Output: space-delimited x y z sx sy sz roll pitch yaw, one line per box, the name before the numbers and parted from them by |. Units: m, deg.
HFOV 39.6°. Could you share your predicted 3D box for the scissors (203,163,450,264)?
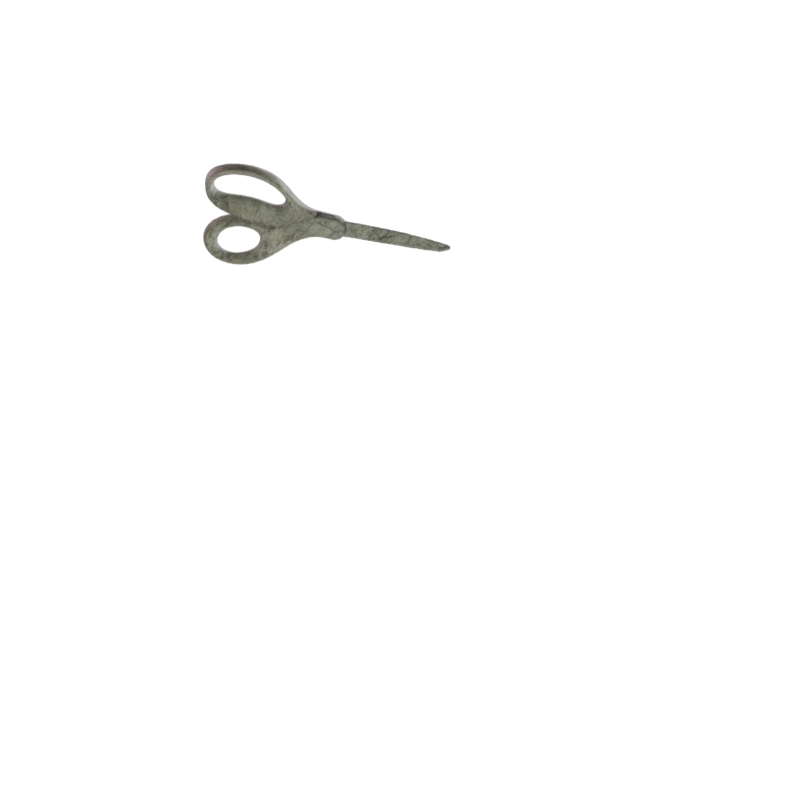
scissors | -0.070 -0.127 0.889 0.195 0.093 0.017 23 33 -16
